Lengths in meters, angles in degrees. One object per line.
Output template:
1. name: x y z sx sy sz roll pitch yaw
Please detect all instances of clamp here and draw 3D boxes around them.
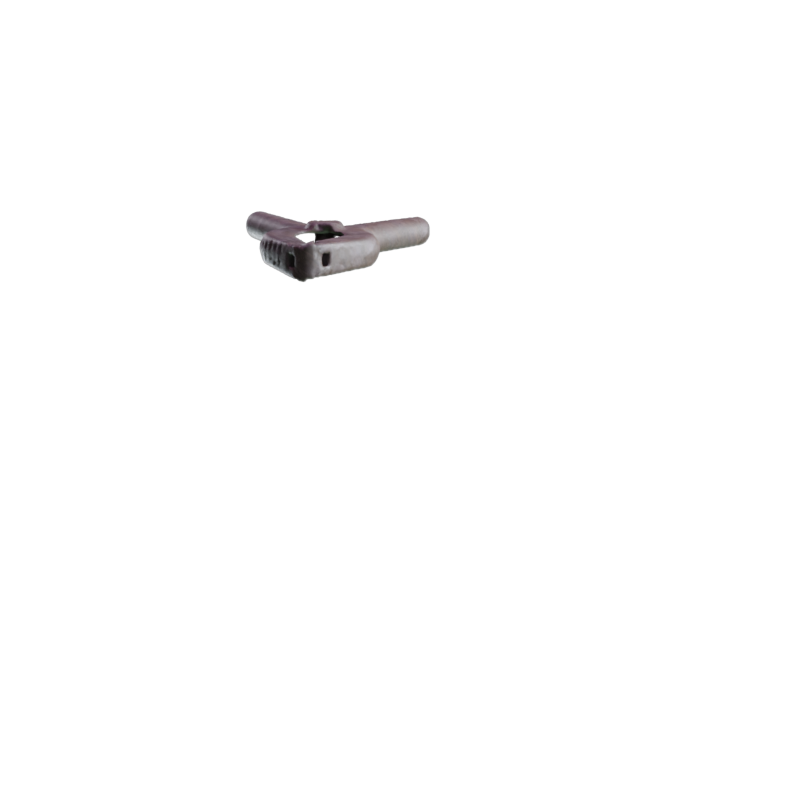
1. clamp: -0.072 -0.131 0.914 0.168 0.035 0.212 3 17 12
